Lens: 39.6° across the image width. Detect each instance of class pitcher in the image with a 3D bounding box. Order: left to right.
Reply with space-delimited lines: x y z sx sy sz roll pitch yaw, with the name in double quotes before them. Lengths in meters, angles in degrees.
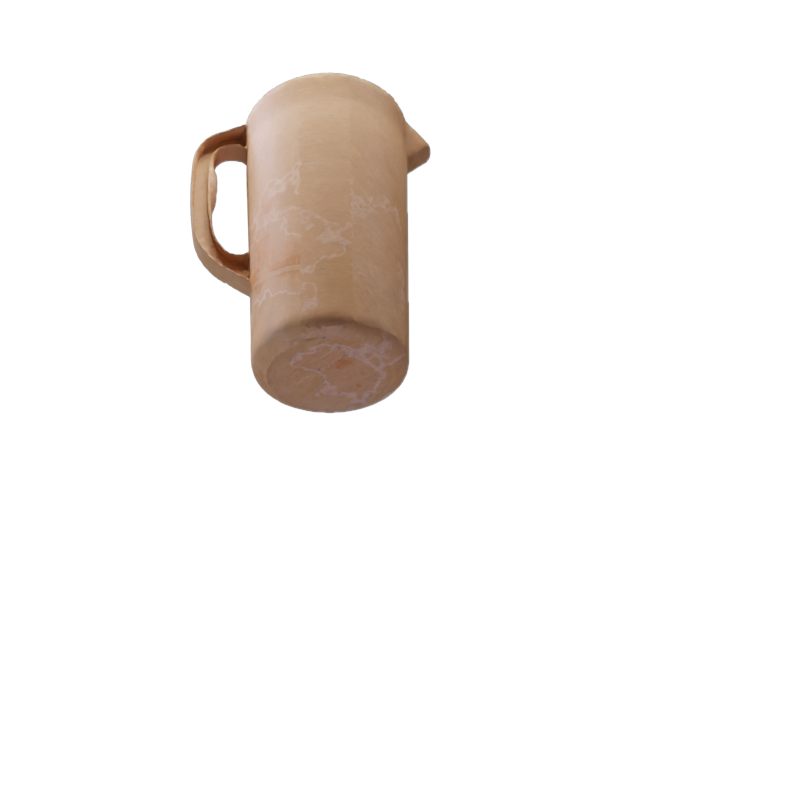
"pitcher" -0.065 -0.118 0.825 0.149 0.261 0.135 -28 -44 29
